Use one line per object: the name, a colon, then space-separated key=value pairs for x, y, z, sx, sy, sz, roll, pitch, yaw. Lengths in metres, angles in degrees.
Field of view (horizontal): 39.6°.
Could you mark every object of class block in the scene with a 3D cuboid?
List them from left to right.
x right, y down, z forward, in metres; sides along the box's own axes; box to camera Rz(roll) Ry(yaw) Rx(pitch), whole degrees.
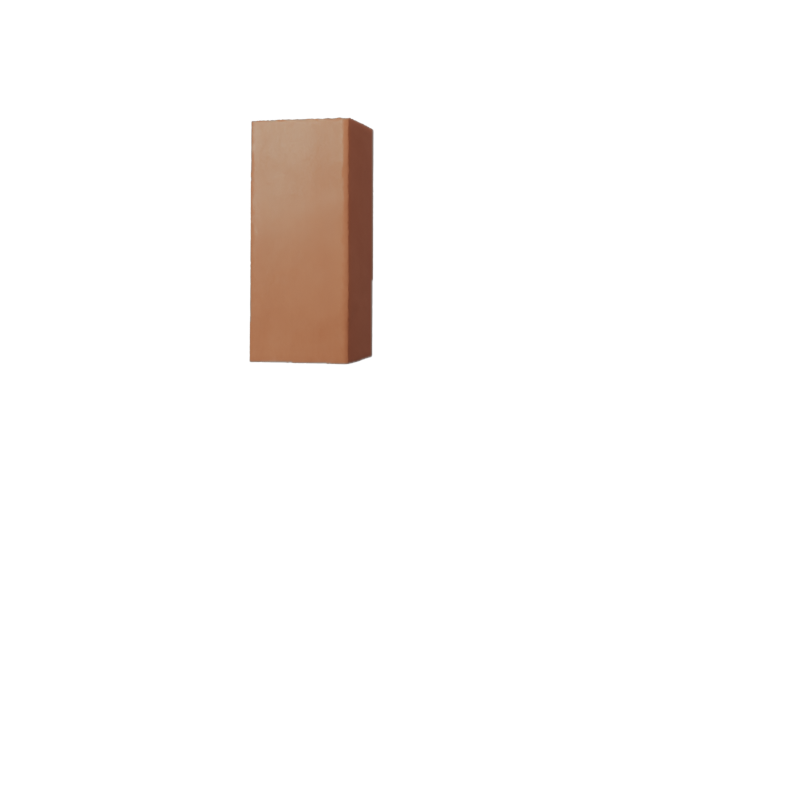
block: x=-0.076 y=-0.139 z=0.974 sx=0.092 sy=0.207 sz=0.088 roll=0 pitch=0 yaw=15
